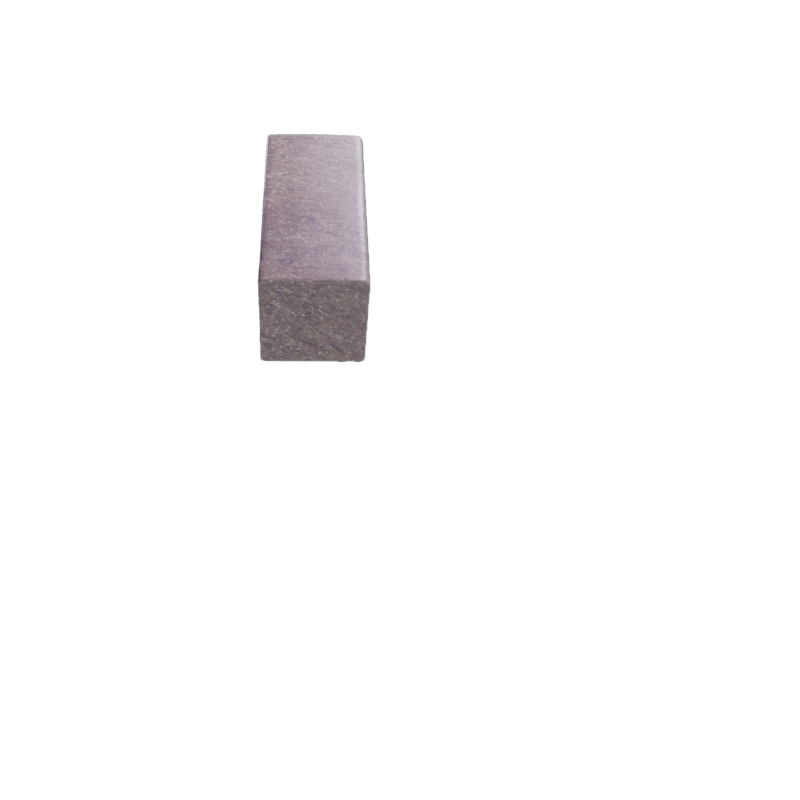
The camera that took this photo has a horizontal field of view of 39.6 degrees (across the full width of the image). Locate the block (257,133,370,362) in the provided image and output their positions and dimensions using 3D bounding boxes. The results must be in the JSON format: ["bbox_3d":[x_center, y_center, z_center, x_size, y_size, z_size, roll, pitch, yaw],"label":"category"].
[{"bbox_3d":[-0.075,-0.139,0.972,0.090,0.085,0.221,0,43,-4],"label":"block"}]
